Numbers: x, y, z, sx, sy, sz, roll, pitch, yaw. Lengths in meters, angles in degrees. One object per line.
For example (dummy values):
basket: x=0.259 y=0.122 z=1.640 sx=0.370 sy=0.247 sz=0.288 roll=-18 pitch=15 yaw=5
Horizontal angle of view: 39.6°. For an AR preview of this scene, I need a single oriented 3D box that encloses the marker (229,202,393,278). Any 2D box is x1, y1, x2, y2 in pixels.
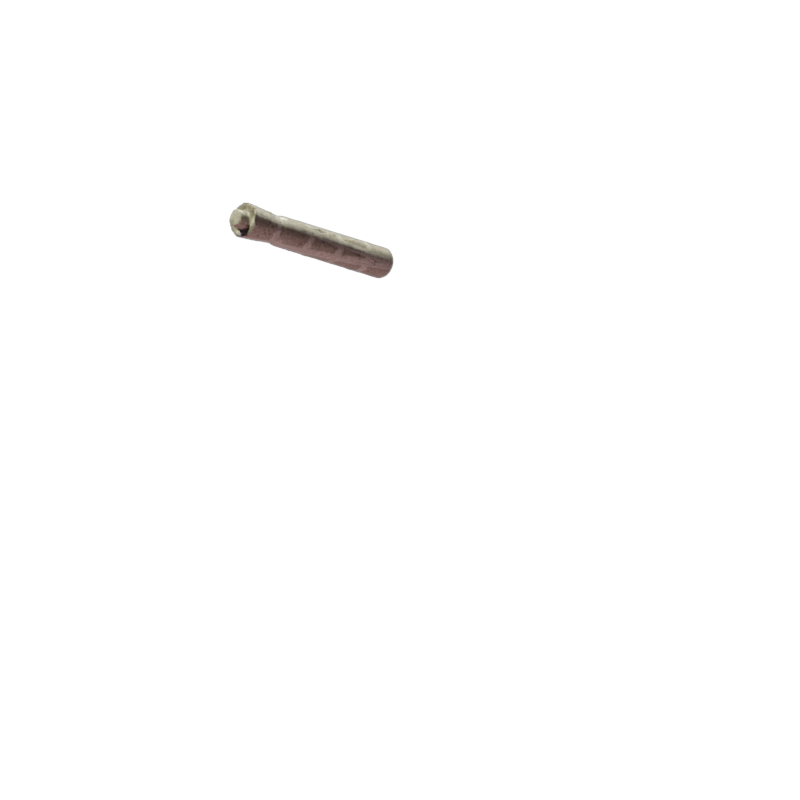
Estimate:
marker: x=-0.048 y=-0.088 z=0.614 sx=0.021 sy=0.020 sz=0.114 roll=4 pitch=-4 yaw=41
